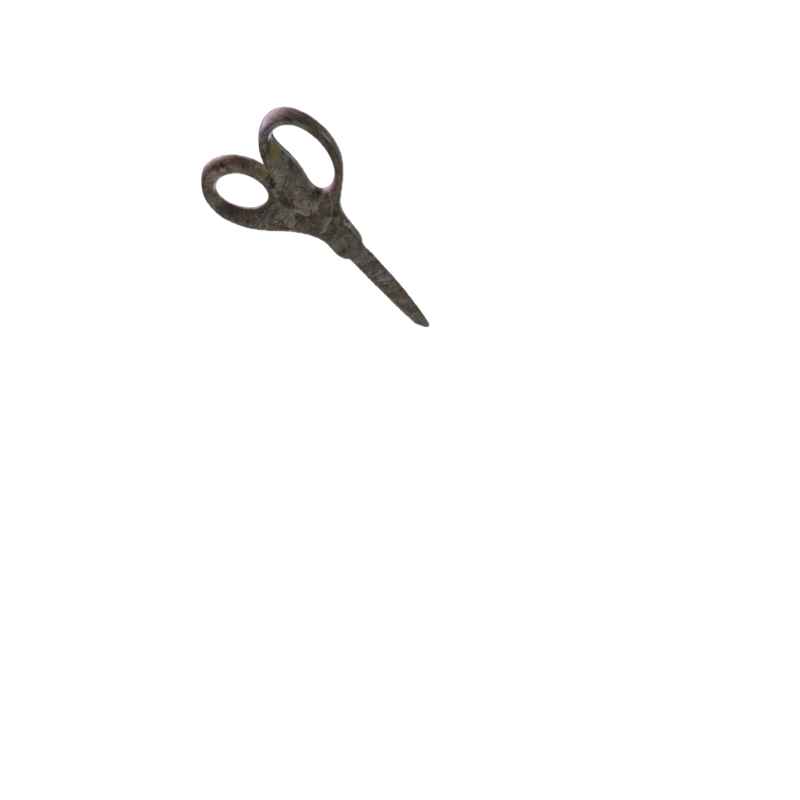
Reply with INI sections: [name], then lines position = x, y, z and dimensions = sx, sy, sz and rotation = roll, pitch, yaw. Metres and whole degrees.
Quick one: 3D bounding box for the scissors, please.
[scissors]
position = -0.055, -0.100, 0.701
dimensions = 0.097, 0.017, 0.186
rotation = -13, -45, 13
